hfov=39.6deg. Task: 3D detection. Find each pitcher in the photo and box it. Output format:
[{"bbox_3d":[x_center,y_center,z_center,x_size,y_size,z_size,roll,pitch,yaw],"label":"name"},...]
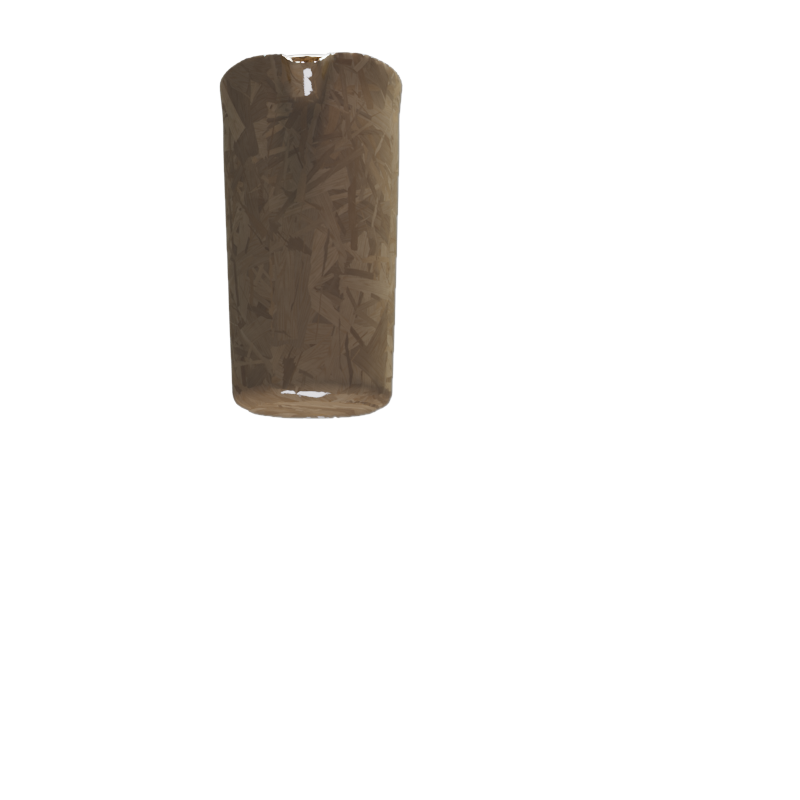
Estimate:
[{"bbox_3d":[-0.062,-0.113,0.788,0.148,0.252,0.141,-14,-19,42],"label":"pitcher"}]
